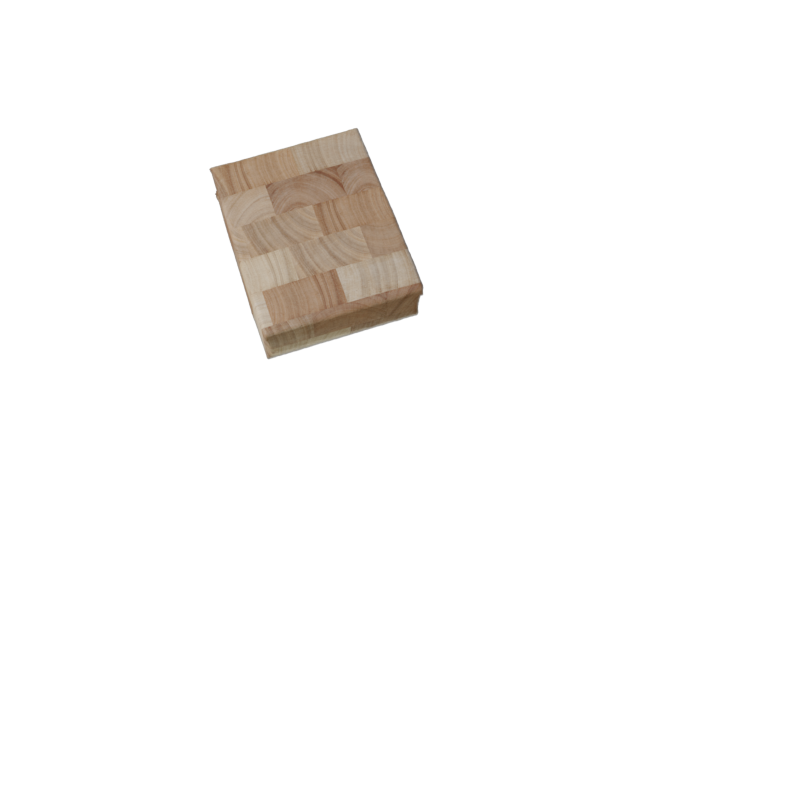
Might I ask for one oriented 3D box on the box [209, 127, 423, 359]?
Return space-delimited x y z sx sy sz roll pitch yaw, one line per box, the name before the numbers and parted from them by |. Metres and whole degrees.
box | -0.048 -0.089 0.621 0.089 0.121 0.037 -17 -27 -9
